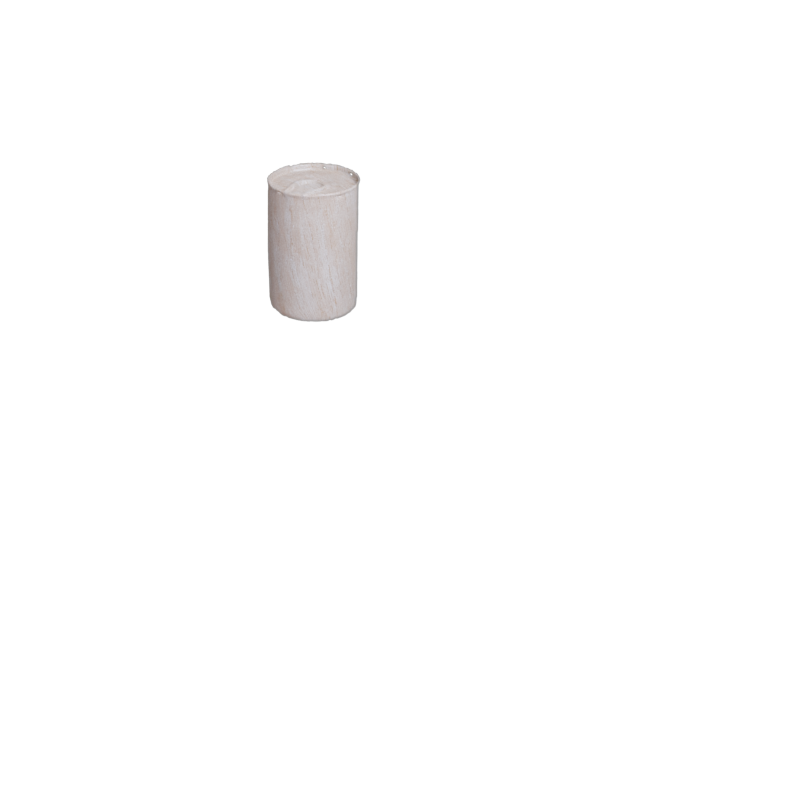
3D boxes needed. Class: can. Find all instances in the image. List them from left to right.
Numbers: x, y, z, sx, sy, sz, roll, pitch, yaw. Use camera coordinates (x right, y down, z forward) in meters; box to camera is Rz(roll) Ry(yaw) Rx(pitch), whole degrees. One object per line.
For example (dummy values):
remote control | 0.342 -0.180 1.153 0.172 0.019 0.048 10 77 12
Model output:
can | -0.065 -0.118 0.829 0.068 0.097 0.072 0 26 -2
